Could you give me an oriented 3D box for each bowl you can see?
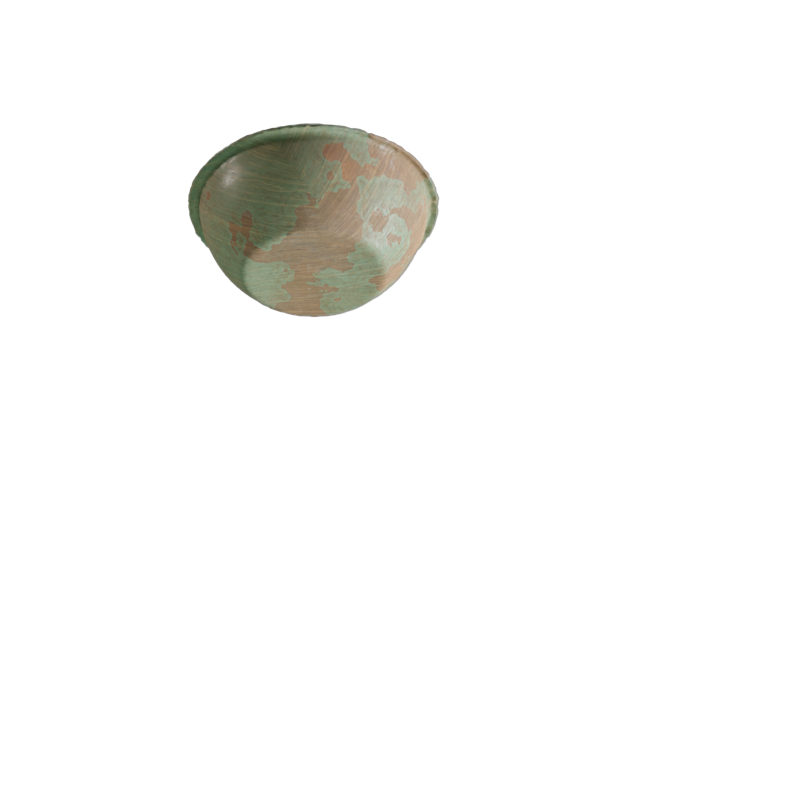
[{"bbox_3d":[-0.055,-0.100,0.701,0.162,0.059,0.152,1,-33,-2],"label":"bowl"}]
